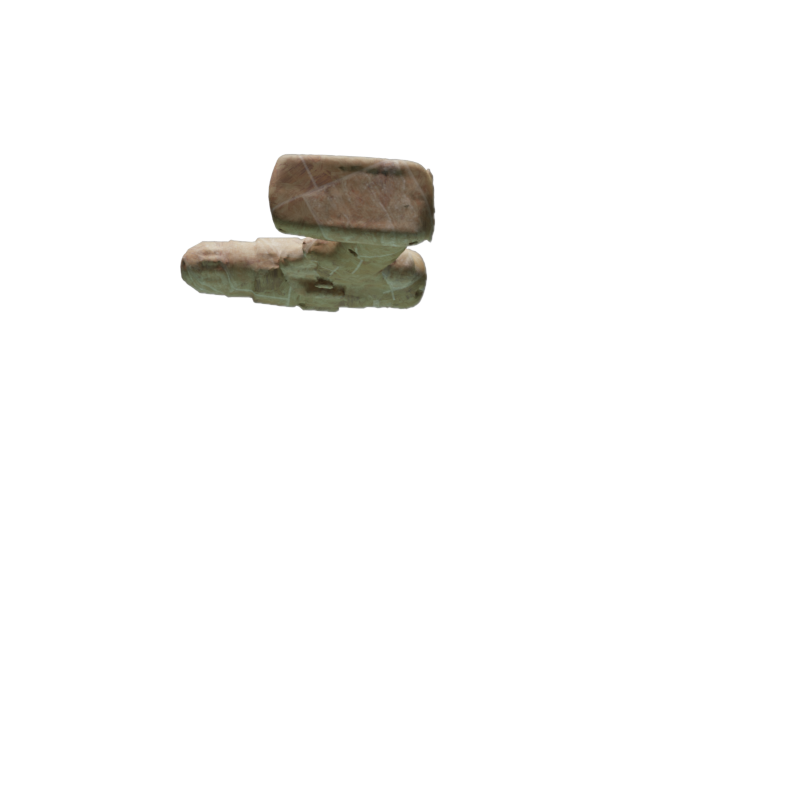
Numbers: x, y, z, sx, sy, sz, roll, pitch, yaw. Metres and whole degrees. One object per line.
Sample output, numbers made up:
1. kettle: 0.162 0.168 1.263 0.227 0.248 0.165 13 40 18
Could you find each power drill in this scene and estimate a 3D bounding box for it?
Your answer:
1. power drill: -0.060 -0.110 0.770 0.183 0.059 0.183 2 -11 -8
